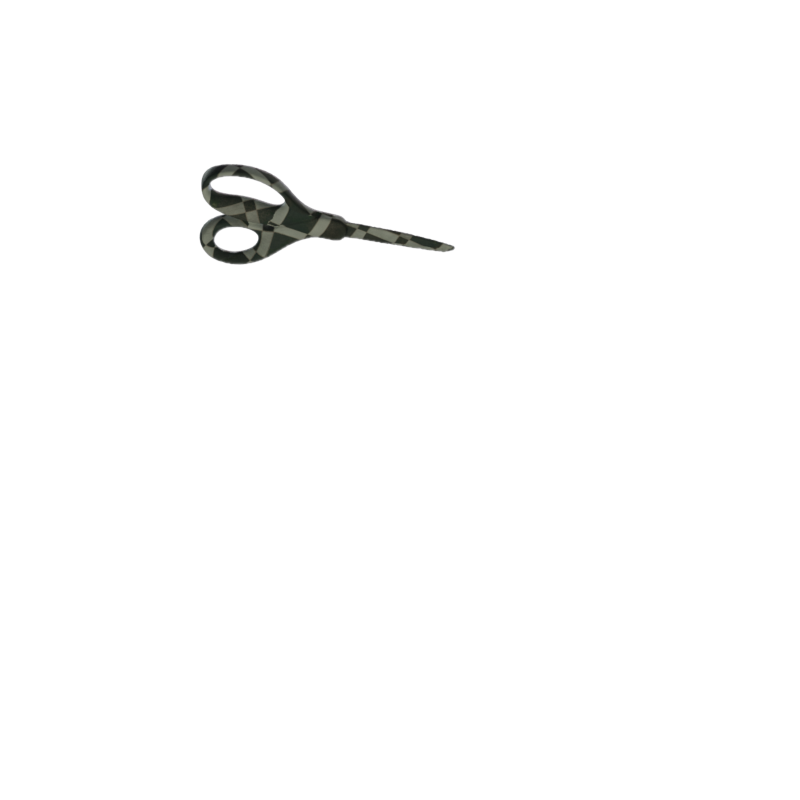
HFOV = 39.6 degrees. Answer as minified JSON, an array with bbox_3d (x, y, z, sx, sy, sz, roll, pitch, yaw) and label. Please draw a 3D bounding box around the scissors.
[{"bbox_3d":[-0.067,-0.123,0.861,0.194,0.017,0.093,22,-52,-18],"label":"scissors"}]
